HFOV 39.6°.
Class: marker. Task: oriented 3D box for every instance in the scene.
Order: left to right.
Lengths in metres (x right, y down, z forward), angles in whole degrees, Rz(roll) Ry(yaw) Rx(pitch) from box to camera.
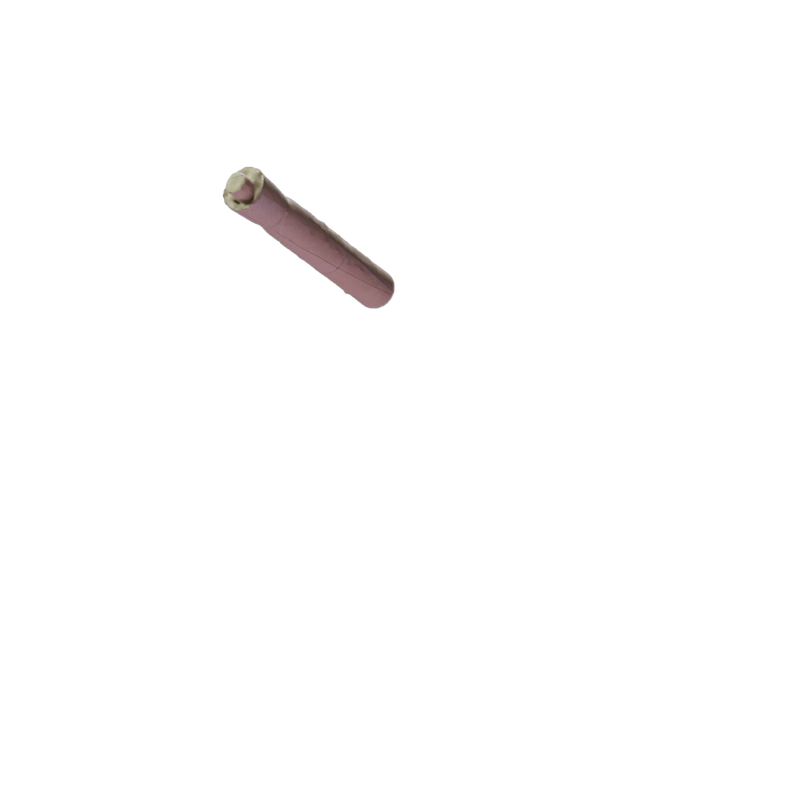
[{"bbox_3d":[-0.037,-0.067,0.468,0.020,0.020,0.113,3,-15,30],"label":"marker"}]
